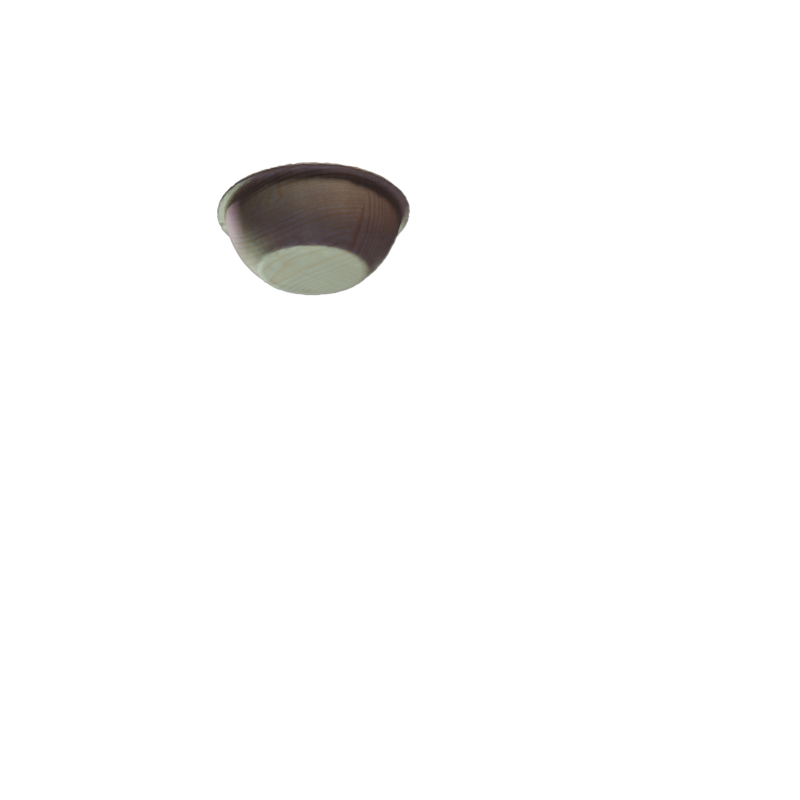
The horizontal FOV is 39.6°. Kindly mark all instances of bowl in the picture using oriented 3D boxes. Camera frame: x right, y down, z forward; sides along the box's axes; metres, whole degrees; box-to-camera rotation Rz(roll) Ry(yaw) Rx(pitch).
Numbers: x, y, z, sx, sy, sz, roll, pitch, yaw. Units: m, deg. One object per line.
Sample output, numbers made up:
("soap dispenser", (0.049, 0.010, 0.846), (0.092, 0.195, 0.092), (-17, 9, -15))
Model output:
("bowl", (-0.072, -0.131, 0.917), (0.162, 0.058, 0.153), (1, -23, -2))
